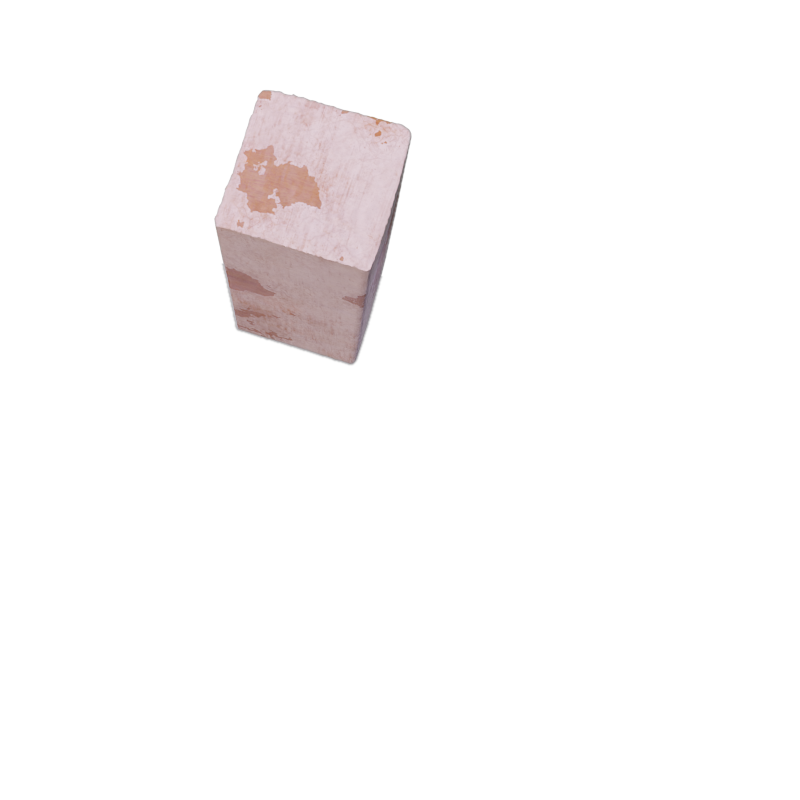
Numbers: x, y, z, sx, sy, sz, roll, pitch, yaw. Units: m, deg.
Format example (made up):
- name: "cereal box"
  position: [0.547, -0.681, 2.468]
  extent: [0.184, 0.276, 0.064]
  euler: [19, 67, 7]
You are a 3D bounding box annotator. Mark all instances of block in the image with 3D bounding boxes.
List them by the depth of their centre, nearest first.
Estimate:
- name: "block"
  position: [-0.054, -0.100, 0.698]
  extent: [0.091, 0.093, 0.199]
  euler: [16, -14, 0]
